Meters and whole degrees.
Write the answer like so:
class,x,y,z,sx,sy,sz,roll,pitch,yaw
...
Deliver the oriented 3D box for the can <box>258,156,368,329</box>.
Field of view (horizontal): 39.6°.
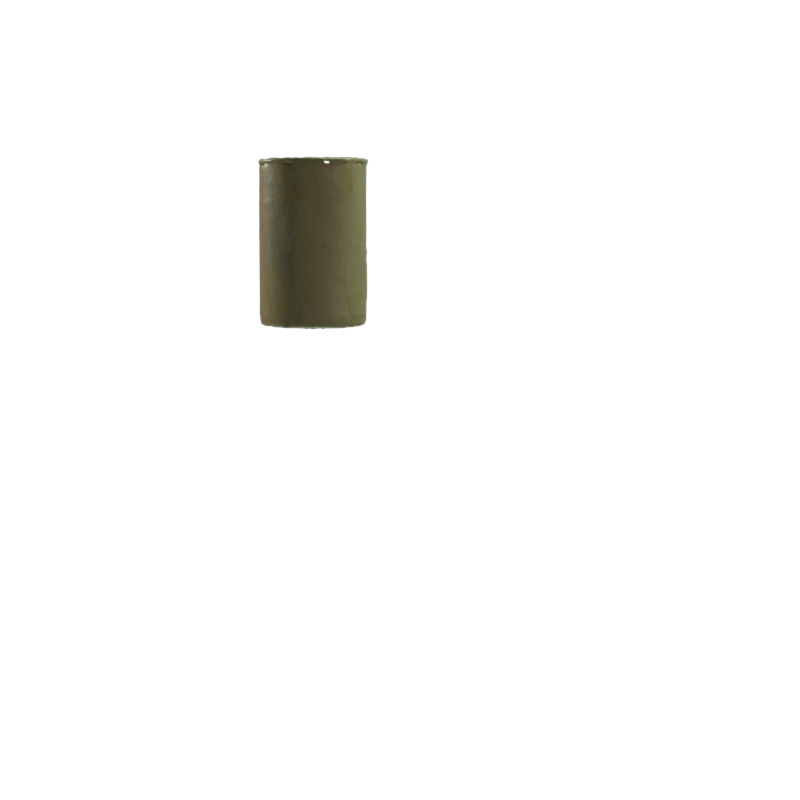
class,x,y,z,sx,sy,sz,roll,pitch,yaw
can,-0.054,-0.098,0.686,0.068,0.102,0.069,0,4,-2
